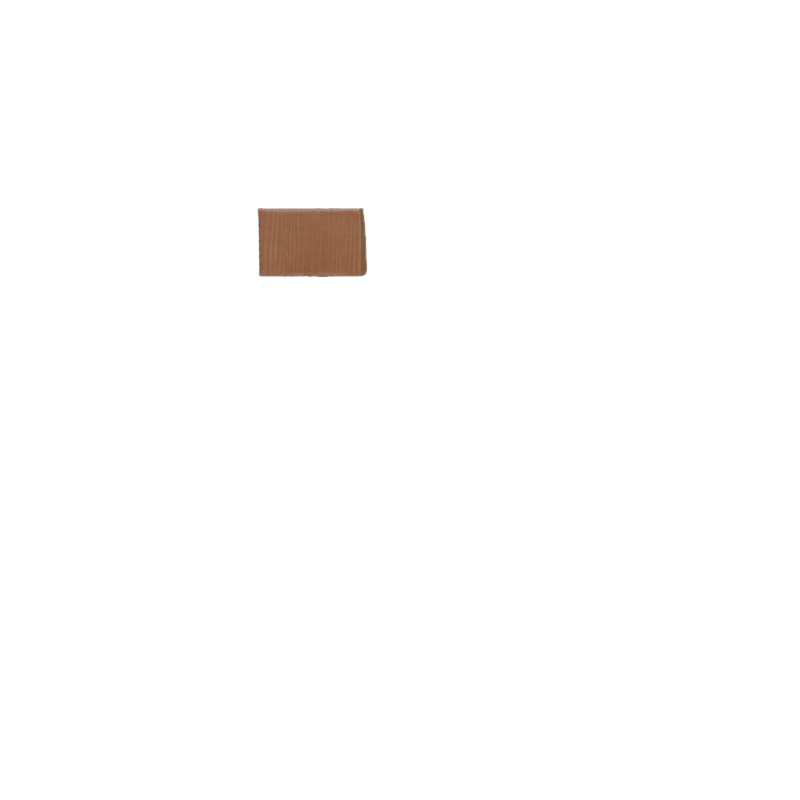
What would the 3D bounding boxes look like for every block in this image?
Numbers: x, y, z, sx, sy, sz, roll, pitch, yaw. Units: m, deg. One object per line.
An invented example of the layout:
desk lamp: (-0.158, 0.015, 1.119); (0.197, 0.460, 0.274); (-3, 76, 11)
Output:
block: (-0.065, -0.119, 0.830); (0.078, 0.051, 0.053); (1, 5, 4)
